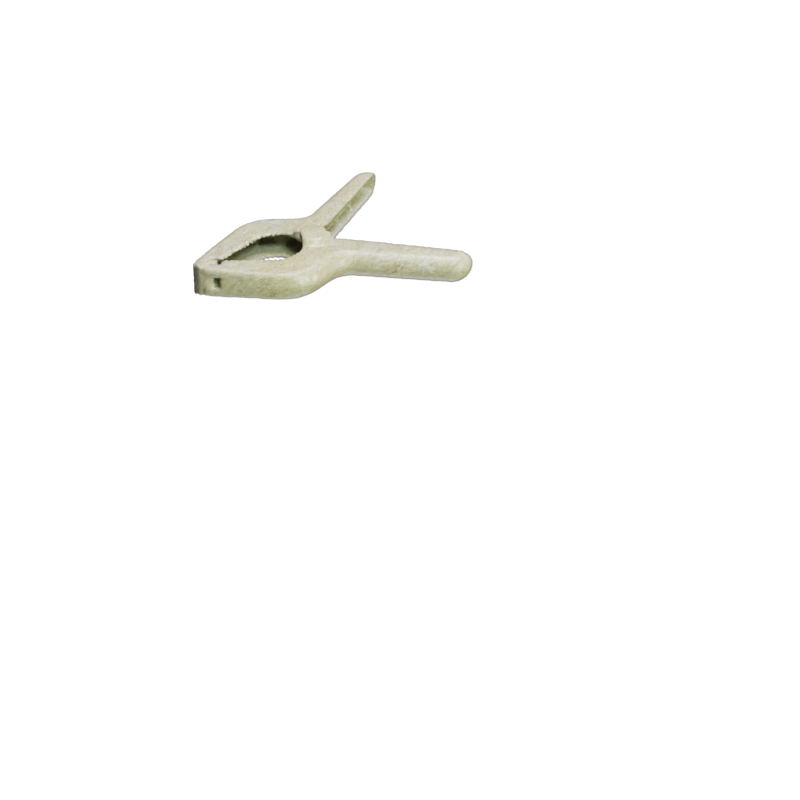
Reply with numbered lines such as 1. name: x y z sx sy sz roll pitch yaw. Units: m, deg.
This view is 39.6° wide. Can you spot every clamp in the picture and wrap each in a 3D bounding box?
1. clamp: -0.070 -0.128 0.895 0.207 0.034 0.178 -13 38 -18
